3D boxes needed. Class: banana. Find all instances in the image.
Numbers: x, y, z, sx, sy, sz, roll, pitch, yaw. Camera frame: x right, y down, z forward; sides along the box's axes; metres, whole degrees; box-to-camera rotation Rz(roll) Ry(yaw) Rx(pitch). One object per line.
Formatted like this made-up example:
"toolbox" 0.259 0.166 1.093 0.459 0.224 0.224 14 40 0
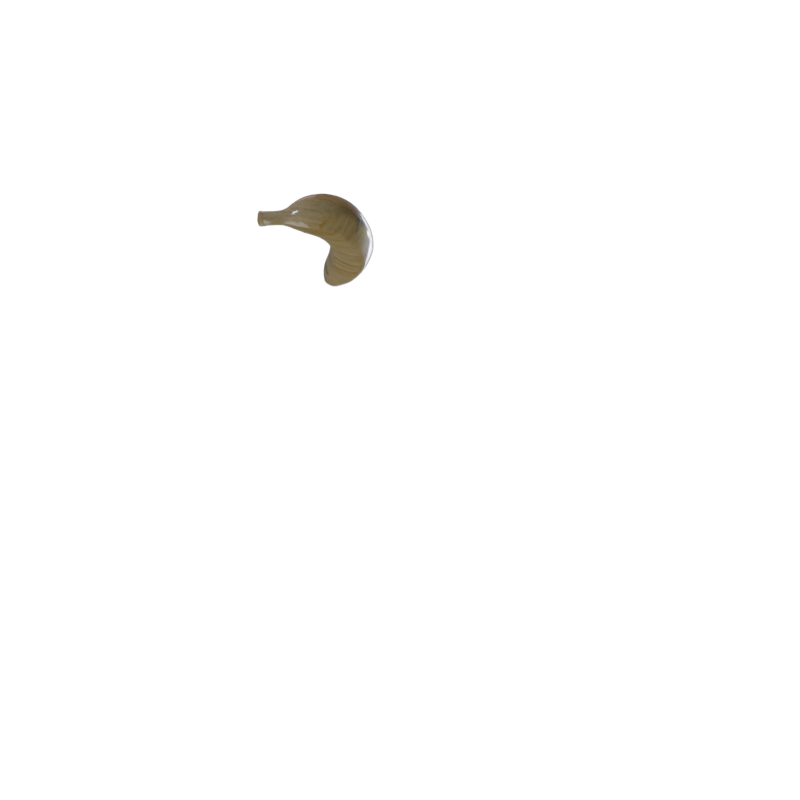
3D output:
"banana" -0.057 -0.137 0.937 0.071 0.038 0.187 -4 -12 14
